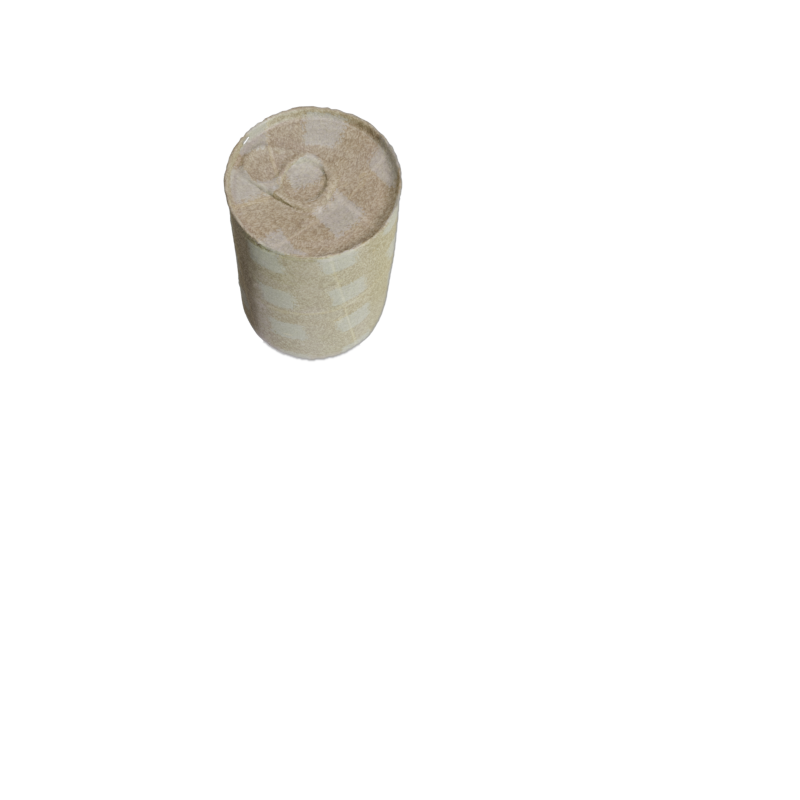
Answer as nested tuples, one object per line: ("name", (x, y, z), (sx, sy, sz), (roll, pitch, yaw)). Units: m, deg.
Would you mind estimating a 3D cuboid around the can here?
("can", (-0.036, -0.066, 0.465), (0.068, 0.072, 0.097), (0, -23, -3))
